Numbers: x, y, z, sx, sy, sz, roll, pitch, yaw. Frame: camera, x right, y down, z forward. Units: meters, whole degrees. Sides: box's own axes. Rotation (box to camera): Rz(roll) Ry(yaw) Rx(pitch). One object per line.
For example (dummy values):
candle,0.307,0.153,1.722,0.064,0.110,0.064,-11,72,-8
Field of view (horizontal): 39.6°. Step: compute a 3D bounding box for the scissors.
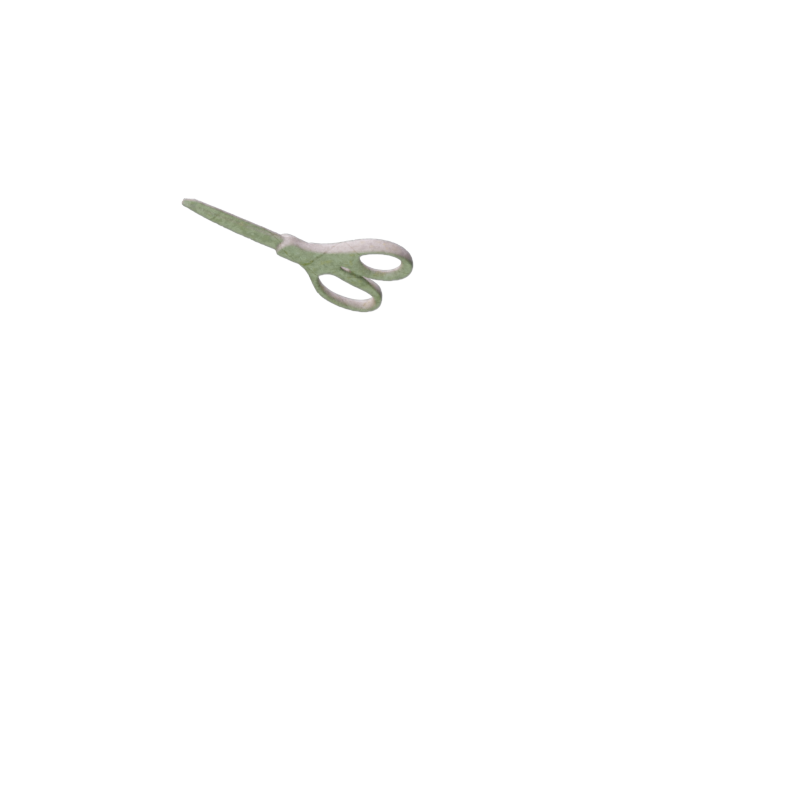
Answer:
scissors,-0.069,-0.125,0.875,0.097,0.017,0.188,-23,-39,31
